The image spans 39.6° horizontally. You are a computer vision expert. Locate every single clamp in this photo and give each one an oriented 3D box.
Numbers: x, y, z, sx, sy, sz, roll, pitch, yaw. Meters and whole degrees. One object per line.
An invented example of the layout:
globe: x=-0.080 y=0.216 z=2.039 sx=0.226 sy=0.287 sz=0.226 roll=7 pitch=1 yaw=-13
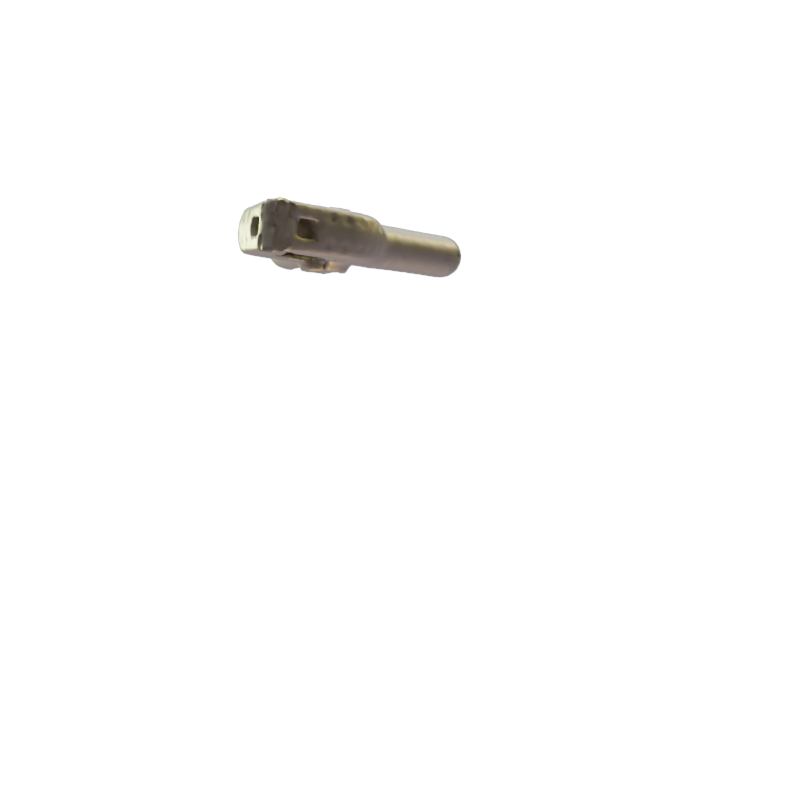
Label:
clamp: x=-0.049 y=-0.089 z=0.625 sx=0.123 sy=0.040 sz=0.164 roll=-1 pitch=-2 yaw=26
